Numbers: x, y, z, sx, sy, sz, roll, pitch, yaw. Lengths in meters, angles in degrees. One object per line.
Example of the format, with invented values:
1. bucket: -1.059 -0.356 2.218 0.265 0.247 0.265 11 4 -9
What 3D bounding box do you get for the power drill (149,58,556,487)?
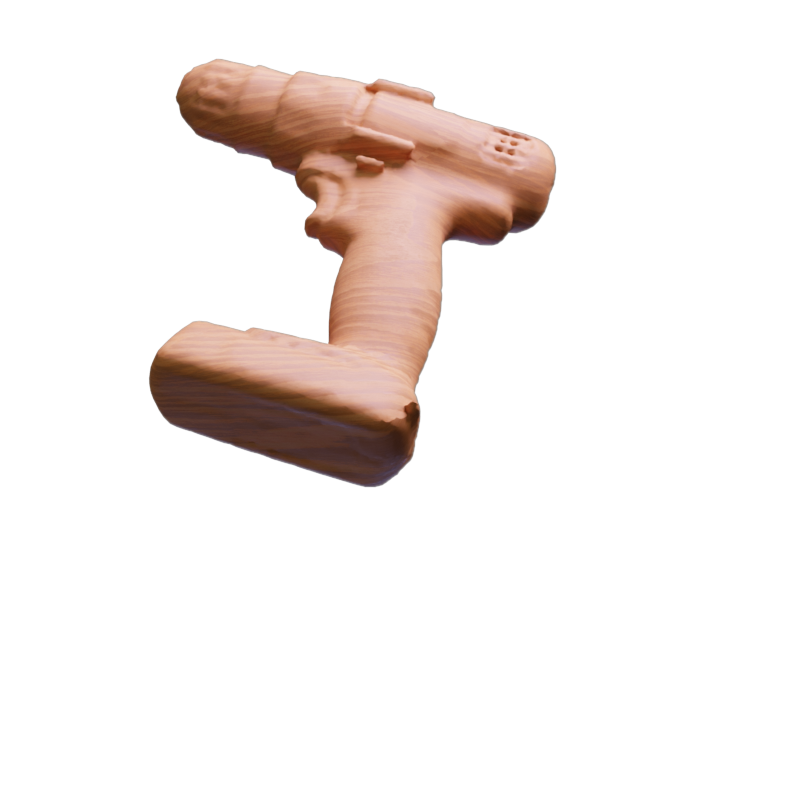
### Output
1. power drill: -0.038 -0.069 0.483 0.188 0.197 0.054 15 -34 10
